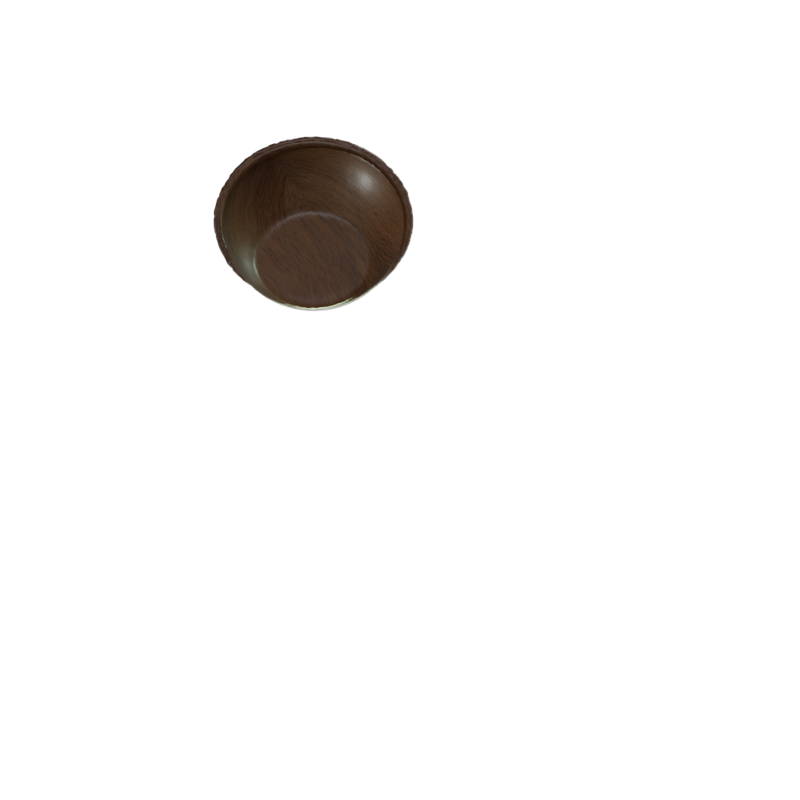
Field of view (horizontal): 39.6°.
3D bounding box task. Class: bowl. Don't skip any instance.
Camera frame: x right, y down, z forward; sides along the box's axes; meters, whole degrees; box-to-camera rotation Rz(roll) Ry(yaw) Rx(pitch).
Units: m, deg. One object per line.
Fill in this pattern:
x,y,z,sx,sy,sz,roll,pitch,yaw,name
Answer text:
-0.069,-0.125,0.878,0.162,0.152,0.059,1,37,-1,bowl
